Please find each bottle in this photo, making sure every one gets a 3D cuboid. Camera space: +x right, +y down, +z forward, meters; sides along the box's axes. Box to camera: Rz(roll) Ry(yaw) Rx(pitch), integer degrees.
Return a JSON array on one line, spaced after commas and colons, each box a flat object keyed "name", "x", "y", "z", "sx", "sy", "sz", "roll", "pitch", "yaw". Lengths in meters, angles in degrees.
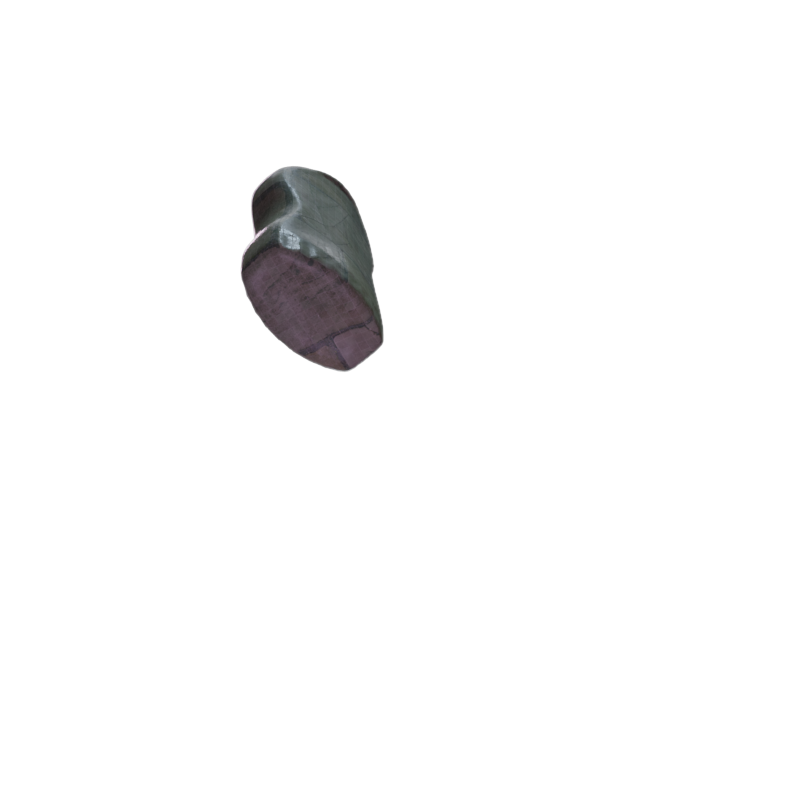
[{"name": "bottle", "x": -0.057, "y": -0.104, "z": 0.729, "sx": 0.091, "sy": 0.058, "sz": 0.204, "roll": 40, "pitch": 22, "yaw": -24}]
